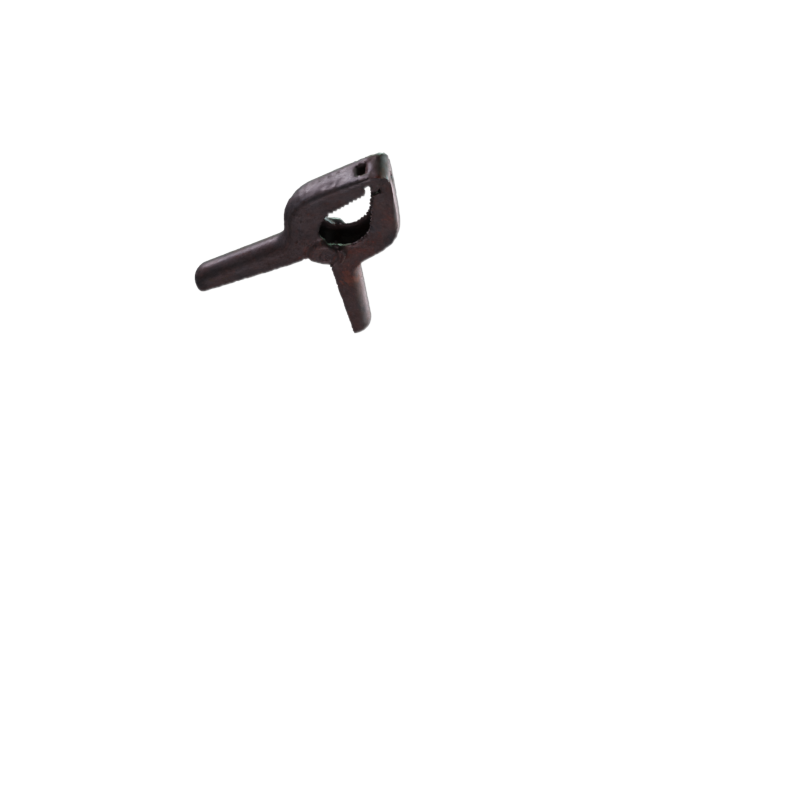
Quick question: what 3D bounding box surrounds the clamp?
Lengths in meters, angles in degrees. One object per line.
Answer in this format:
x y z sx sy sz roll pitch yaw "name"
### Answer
-0.071 -0.130 0.912 0.160 0.039 0.202 11 -35 -17 "clamp"
